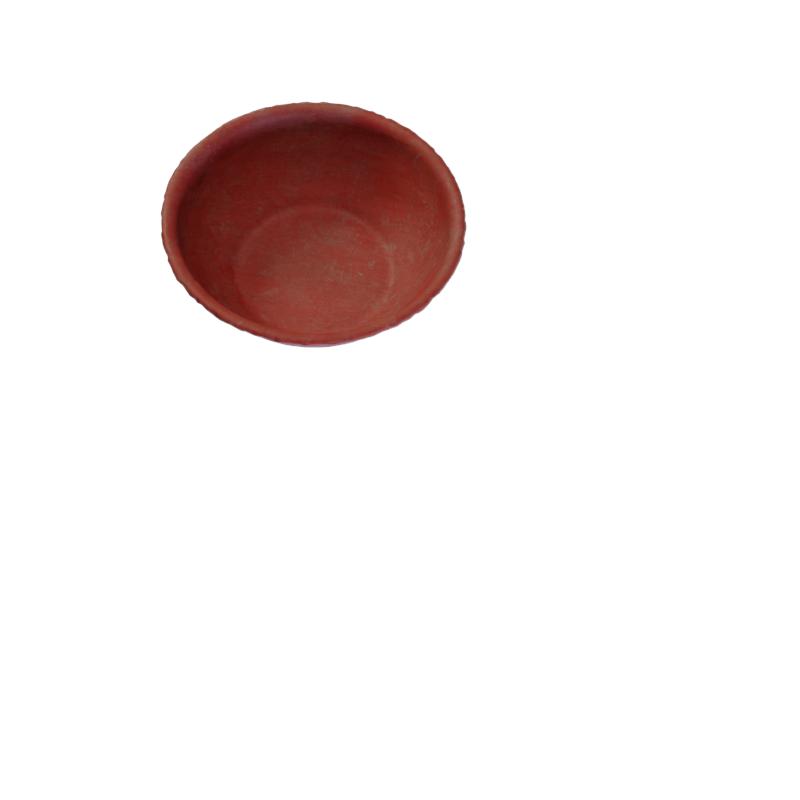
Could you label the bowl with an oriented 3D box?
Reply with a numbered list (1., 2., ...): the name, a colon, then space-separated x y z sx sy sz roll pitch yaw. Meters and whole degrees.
1. bowl: -0.047 -0.086 0.605 0.162 0.173 0.051 -1 -34 -1
